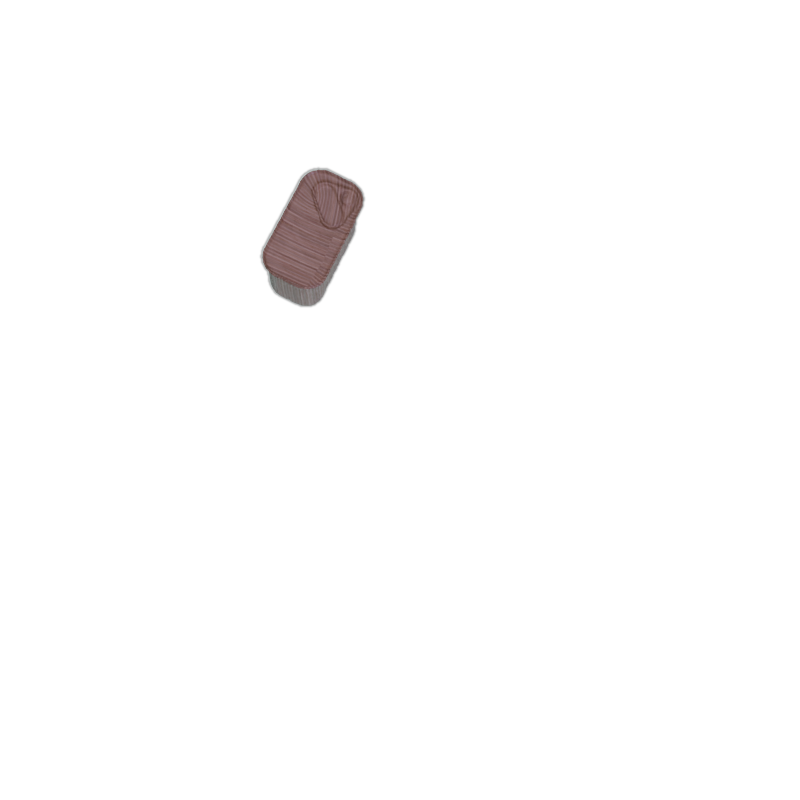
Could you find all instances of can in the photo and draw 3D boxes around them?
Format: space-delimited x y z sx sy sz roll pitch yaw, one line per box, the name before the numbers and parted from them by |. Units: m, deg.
can | -0.074 -0.136 0.951 0.058 0.104 0.081 26 -12 2
